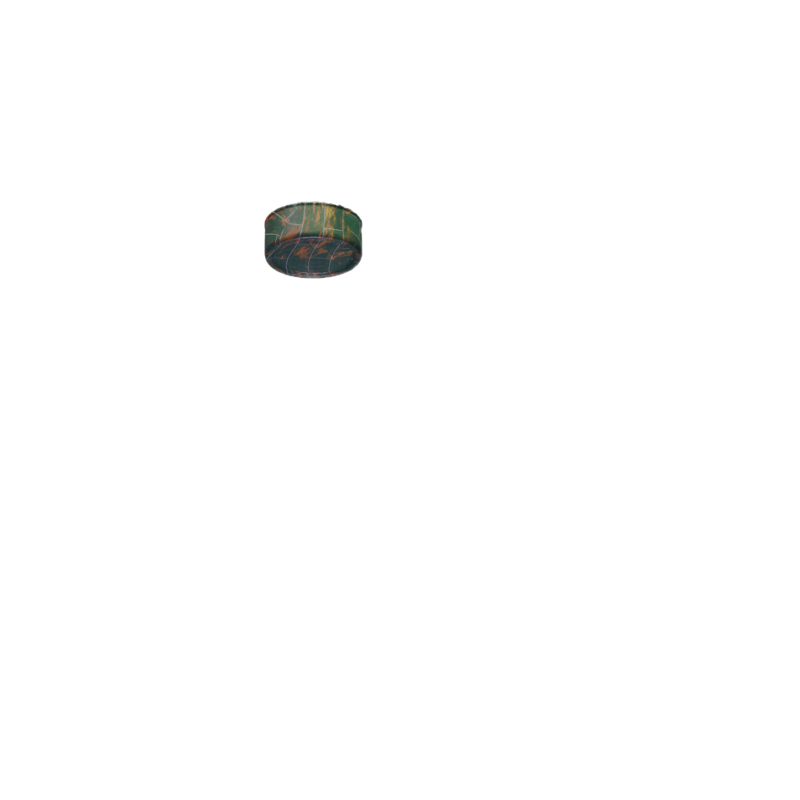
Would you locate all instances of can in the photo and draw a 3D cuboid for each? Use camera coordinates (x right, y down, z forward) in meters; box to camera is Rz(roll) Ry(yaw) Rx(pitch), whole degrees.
[{"bbox_3d":[-0.075,-0.137,0.958,0.086,0.035,0.082,0,-21,-2],"label":"can"}]
